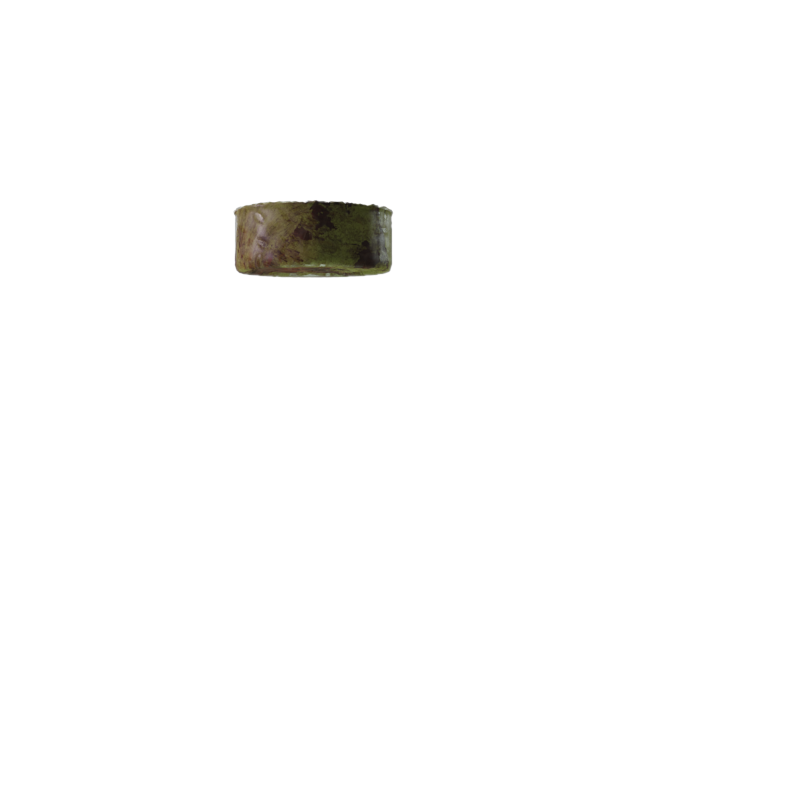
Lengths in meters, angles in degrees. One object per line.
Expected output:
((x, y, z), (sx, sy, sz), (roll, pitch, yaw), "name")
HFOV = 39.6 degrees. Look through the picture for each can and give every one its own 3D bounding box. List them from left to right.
((-0.047, -0.085, 0.596), (0.086, 0.034, 0.086), (0, 1, -2), "can")
